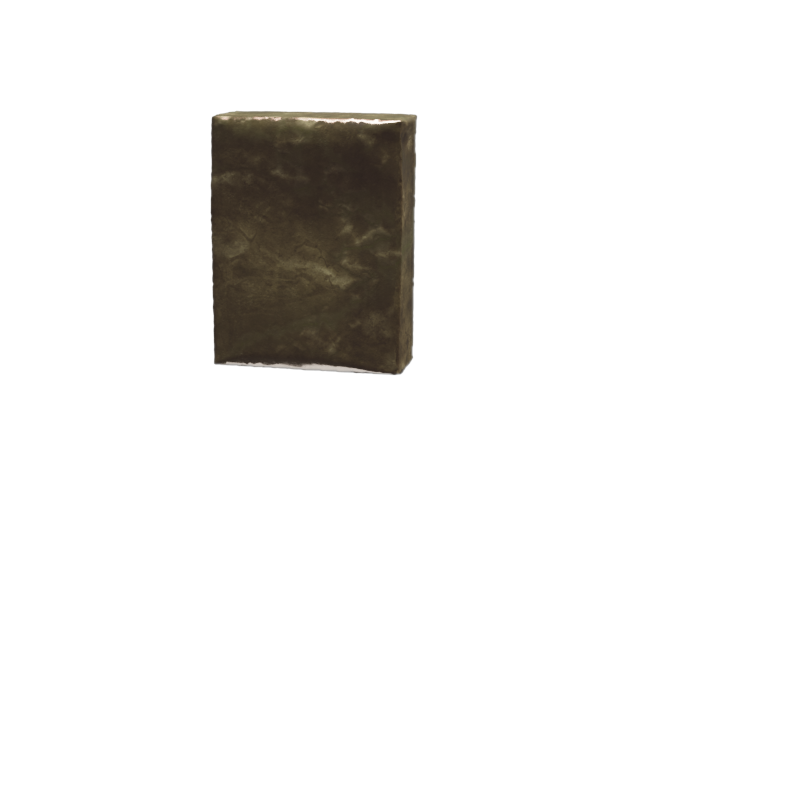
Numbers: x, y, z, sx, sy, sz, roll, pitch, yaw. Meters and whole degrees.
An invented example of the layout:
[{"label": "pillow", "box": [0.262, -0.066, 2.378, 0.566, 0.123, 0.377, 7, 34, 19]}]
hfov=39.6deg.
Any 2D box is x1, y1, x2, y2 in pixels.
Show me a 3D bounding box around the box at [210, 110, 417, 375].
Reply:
[{"label": "box", "box": [-0.073, -0.133, 0.932, 0.167, 0.208, 0.072, 4, 12, 14]}]
